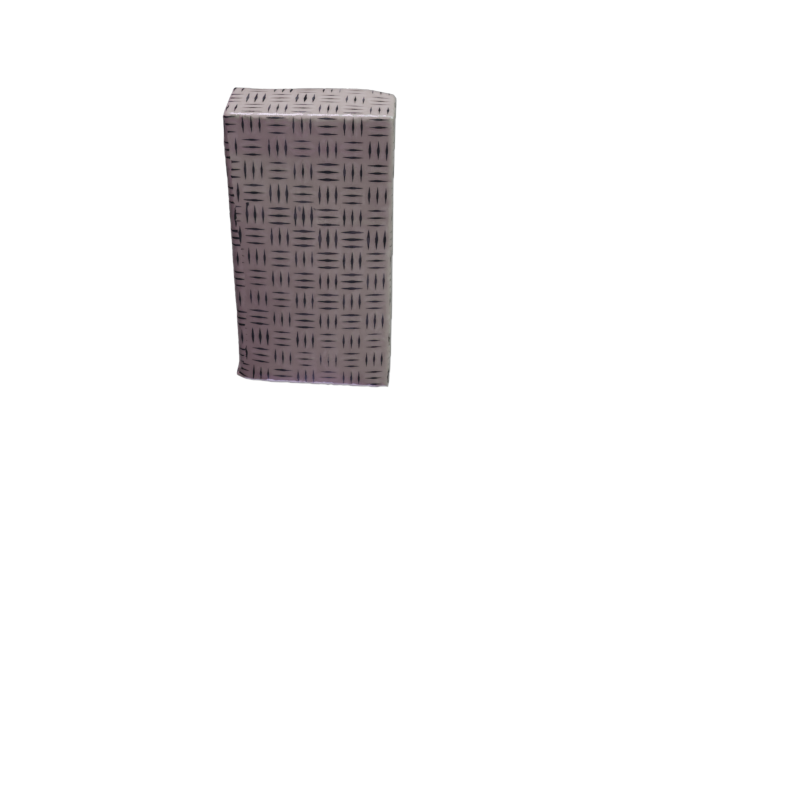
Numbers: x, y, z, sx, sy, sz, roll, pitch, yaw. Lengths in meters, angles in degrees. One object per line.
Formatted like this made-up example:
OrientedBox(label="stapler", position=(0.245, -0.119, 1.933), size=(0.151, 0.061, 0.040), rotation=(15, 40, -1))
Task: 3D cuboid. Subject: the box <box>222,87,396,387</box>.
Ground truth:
OrientedBox(label="box", position=(-0.050, -0.091, 0.637), size=(0.094, 0.166, 0.051), rotation=(4, 30, 3))
